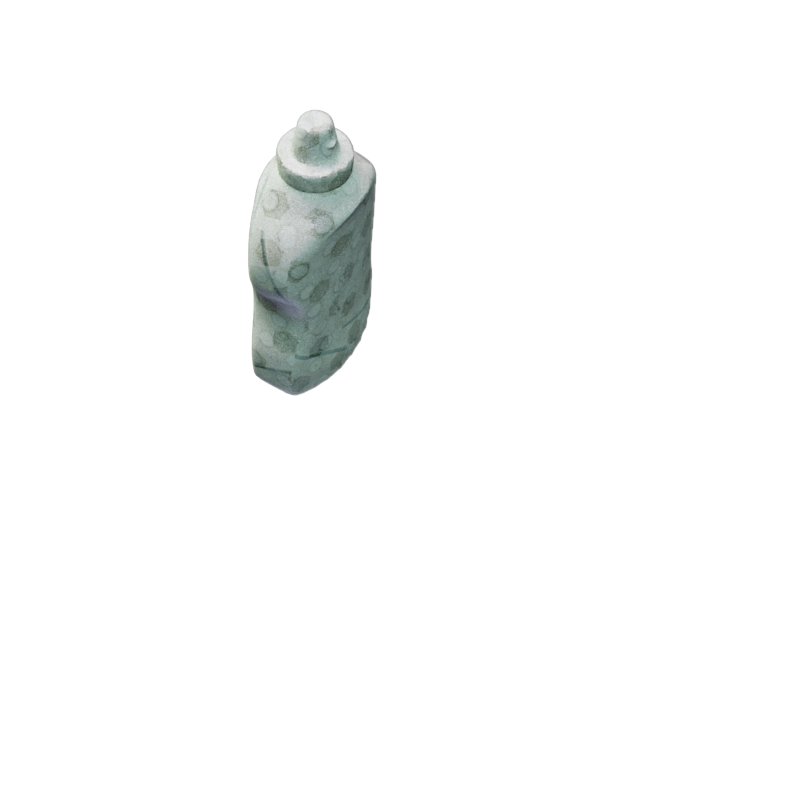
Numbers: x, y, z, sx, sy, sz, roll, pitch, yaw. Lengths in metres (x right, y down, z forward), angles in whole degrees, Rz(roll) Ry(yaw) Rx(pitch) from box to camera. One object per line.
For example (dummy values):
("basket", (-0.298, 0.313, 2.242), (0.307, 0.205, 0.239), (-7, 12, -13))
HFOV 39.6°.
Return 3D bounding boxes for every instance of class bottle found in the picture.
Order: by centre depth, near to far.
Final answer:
("bottle", (-0.049, -0.091, 0.636), (0.061, 0.099, 0.179), (28, -33, 15))
